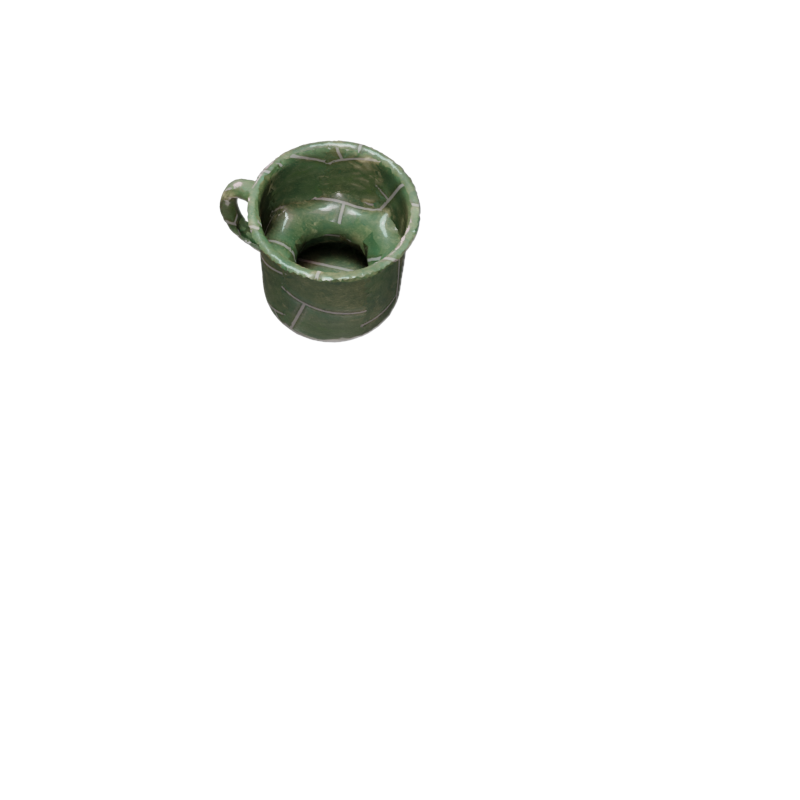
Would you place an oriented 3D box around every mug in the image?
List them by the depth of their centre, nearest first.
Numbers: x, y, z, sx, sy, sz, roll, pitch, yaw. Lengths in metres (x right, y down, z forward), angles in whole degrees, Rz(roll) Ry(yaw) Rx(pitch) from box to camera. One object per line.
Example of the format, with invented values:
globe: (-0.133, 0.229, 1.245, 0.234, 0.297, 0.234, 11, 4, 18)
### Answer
mug: (-0.049, -0.090, 0.628, 0.120, 0.097, 0.076, 20, -29, 10)
